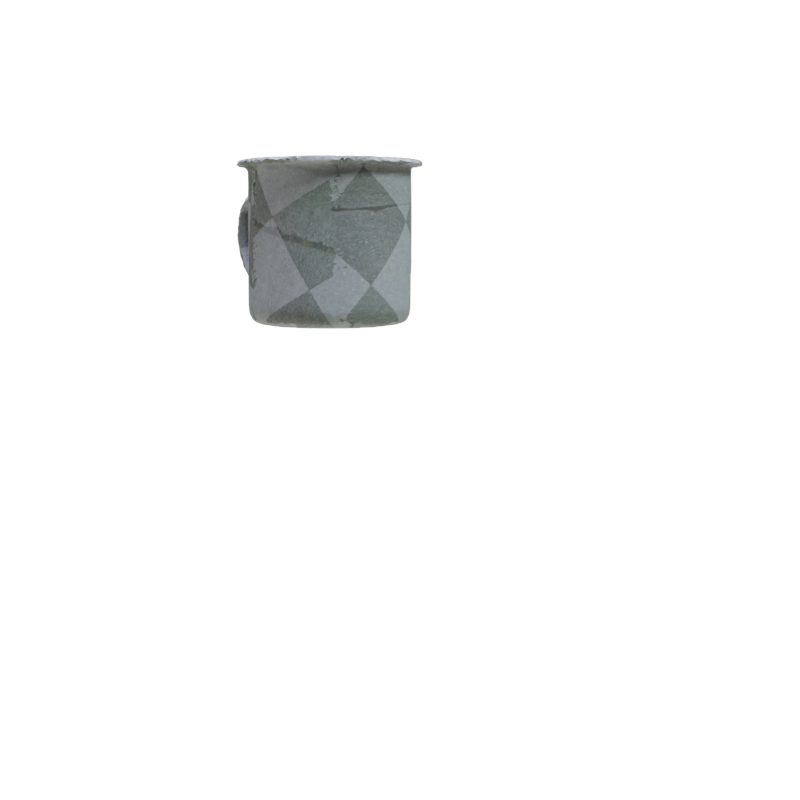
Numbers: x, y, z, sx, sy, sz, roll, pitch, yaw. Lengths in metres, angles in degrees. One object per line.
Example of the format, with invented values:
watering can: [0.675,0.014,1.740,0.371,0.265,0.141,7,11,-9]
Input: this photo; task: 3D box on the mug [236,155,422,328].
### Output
mug: [-0.044,-0.081,0.567,0.122,0.081,0.090,6,8,44]
